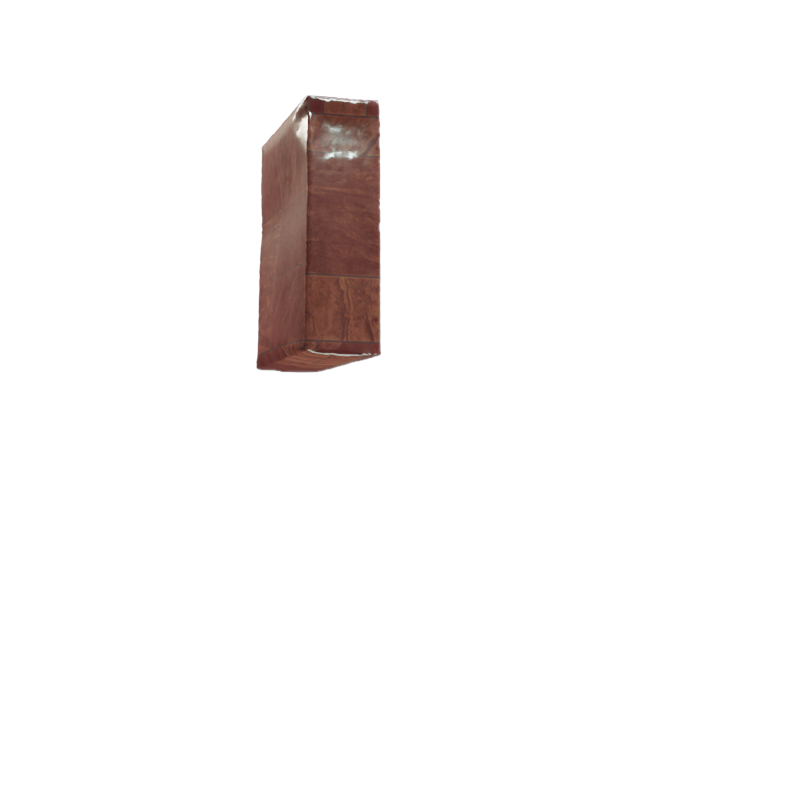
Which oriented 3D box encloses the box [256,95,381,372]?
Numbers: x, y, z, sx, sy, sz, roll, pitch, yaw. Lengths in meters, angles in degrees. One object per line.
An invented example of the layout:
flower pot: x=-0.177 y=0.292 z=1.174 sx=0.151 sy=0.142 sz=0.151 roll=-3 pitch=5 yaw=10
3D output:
box: x=-0.075 y=-0.137 z=0.957 sx=0.070 sy=0.219 sz=0.165 roll=3 pitch=-9 yaw=-20
